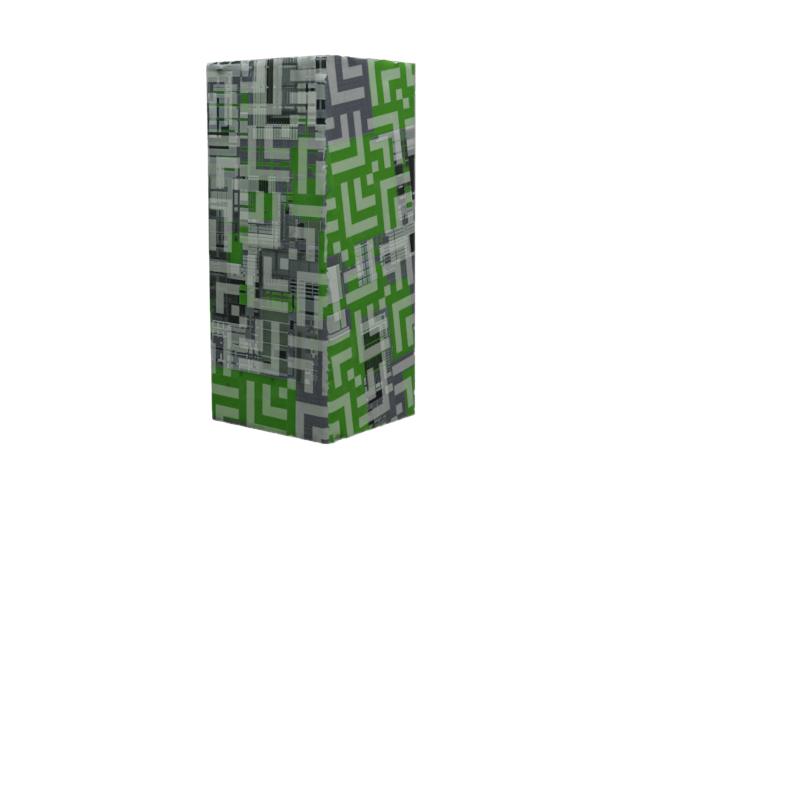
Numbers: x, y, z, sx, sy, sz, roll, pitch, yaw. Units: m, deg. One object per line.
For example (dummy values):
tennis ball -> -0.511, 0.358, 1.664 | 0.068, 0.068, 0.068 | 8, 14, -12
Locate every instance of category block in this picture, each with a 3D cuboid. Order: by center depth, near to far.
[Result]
block -> -0.051, -0.092, 0.642 | 0.095, 0.203, 0.088 | 5, 8, 36
